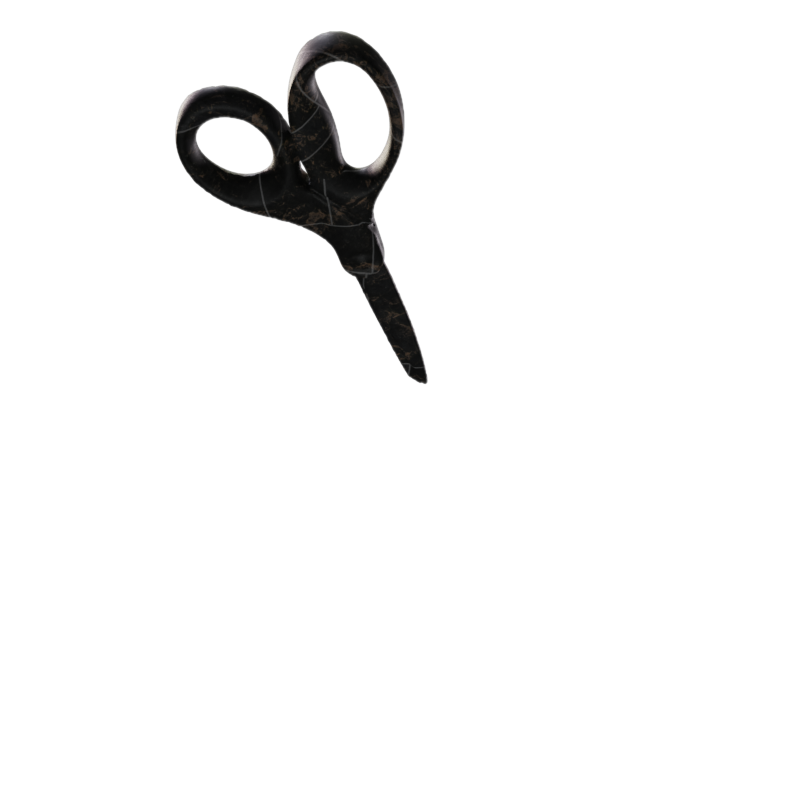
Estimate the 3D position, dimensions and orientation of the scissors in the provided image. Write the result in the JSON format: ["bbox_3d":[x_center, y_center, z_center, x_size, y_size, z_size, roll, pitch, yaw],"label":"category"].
[{"bbox_3d":[-0.036,-0.066,0.463,0.096,0.017,0.187,-1,-40,1],"label":"scissors"}]
